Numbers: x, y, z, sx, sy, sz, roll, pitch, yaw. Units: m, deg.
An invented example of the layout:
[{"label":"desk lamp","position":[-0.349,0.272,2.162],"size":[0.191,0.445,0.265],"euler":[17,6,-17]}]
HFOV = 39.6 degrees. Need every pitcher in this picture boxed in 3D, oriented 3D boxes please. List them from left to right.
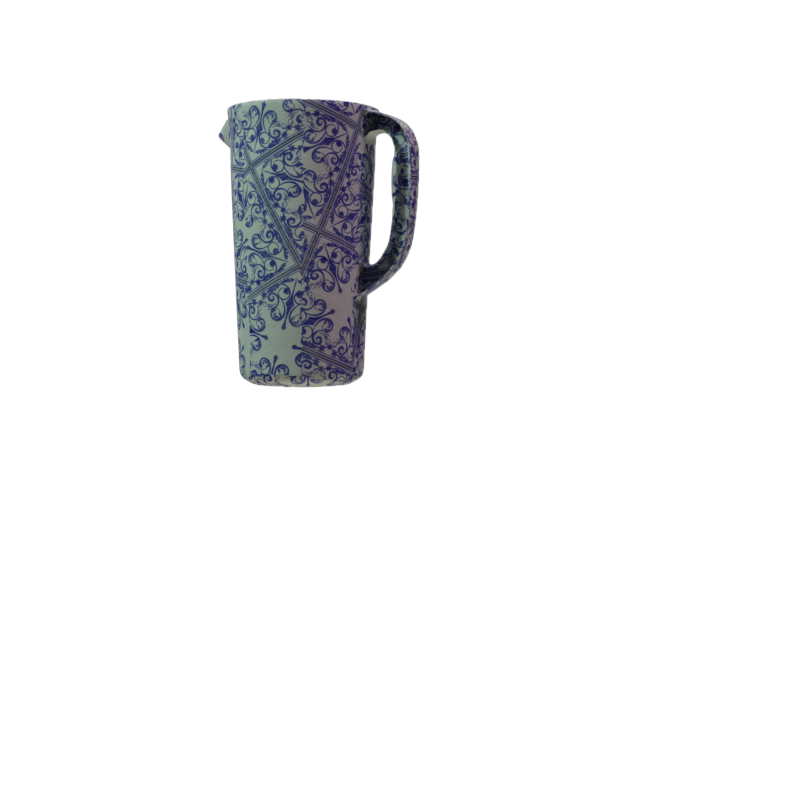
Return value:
[{"label":"pitcher","position":[-0.075,-0.136,0.955],"size":[0.141,0.244,0.153],"euler":[0,0,-21]}]
